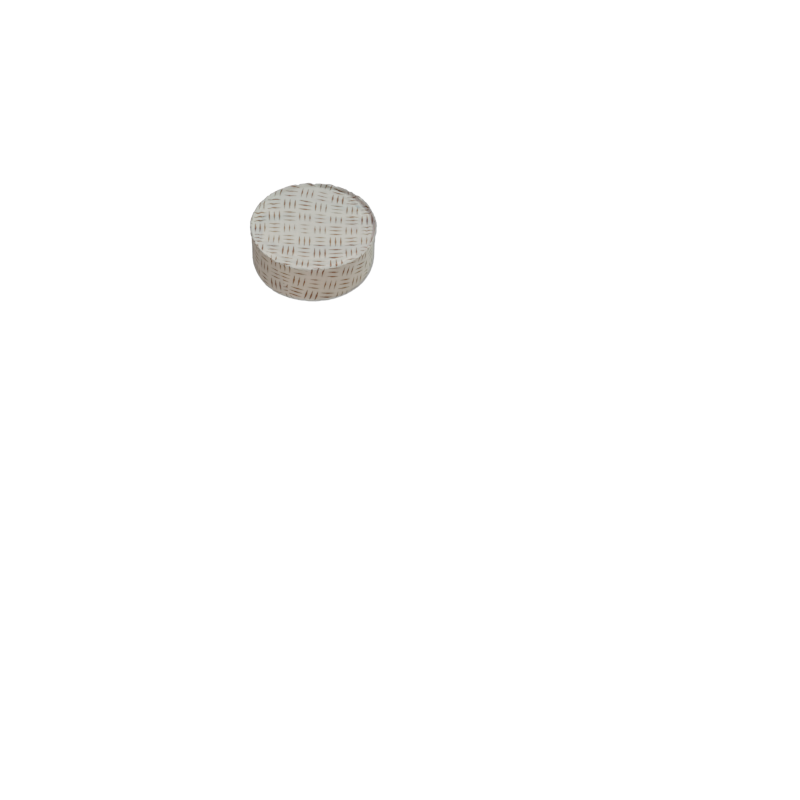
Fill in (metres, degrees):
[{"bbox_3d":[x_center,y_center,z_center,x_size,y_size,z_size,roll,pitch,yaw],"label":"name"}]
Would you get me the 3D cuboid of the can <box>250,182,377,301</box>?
[{"bbox_3d":[-0.059,-0.108,0.760,0.086,0.092,0.031,-1,-42,-1],"label":"can"}]
